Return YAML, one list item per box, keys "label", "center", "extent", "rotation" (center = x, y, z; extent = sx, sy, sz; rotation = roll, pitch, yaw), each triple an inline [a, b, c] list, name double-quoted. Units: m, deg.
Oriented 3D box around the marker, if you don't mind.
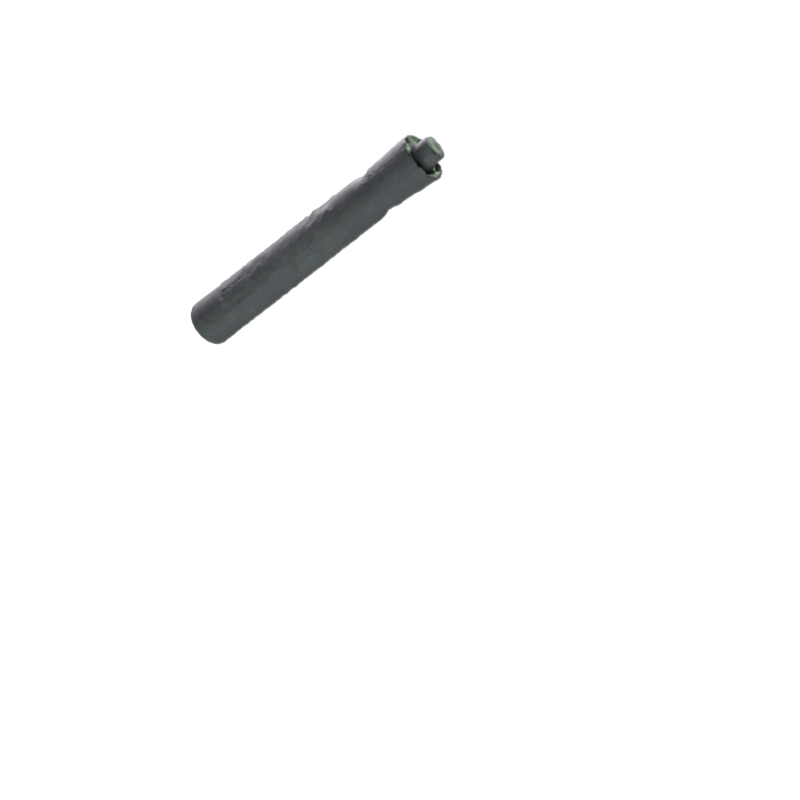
- label: "marker"
  center: [-0.032, -0.058, 0.403]
  extent: [0.120, 0.021, 0.019]
  rotation: [-33, -15, 31]
